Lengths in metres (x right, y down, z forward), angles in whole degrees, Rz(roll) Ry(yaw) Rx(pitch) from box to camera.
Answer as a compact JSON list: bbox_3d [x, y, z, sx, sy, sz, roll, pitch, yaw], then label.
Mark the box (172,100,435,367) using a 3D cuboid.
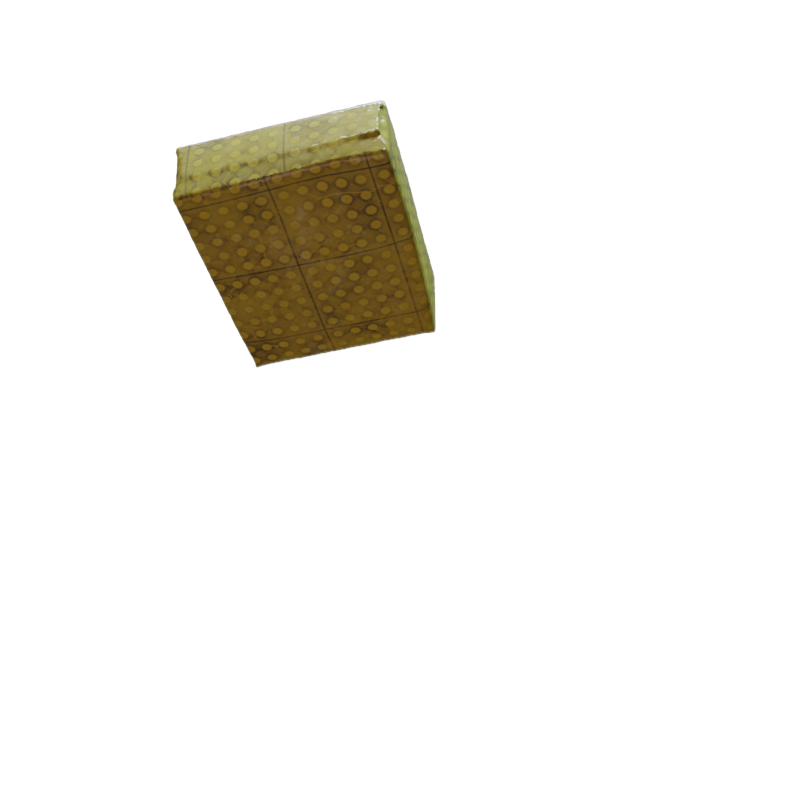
[{"bbox_3d":[-0.037,-0.068,0.479,0.090,0.042,0.105,-10,-45,9],"label":"box"}]
